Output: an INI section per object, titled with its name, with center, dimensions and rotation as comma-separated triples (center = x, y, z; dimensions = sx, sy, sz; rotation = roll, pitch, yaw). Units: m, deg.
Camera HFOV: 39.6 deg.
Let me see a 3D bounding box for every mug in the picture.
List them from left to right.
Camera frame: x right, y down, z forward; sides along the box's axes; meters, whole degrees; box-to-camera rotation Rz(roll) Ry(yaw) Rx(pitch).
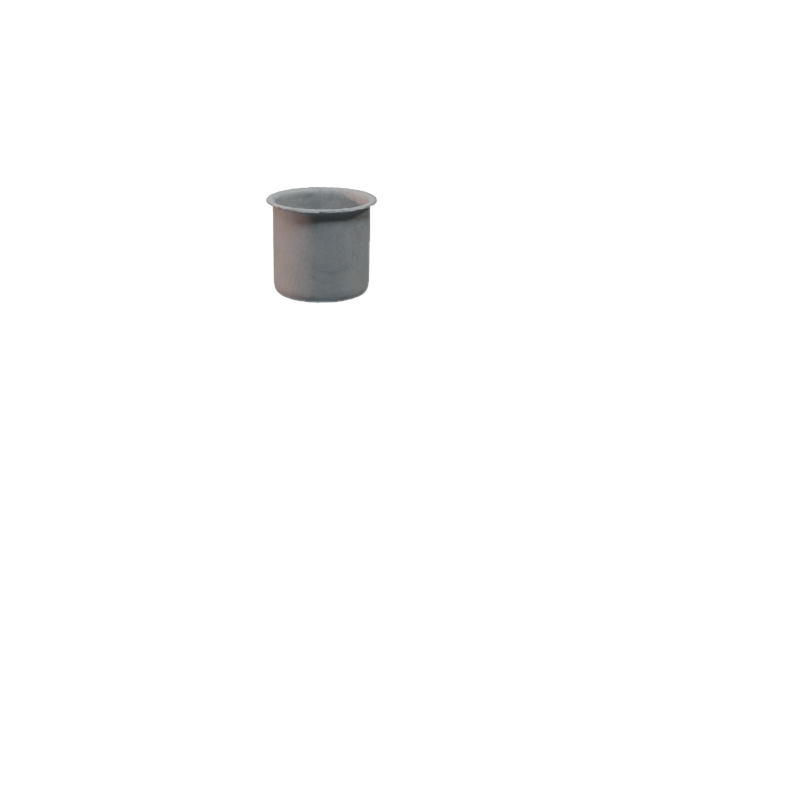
[mug]
center = -0.074, -0.135, 0.948
dimensions = 0.091, 0.078, 0.125
rotation = -14, 24, -35
